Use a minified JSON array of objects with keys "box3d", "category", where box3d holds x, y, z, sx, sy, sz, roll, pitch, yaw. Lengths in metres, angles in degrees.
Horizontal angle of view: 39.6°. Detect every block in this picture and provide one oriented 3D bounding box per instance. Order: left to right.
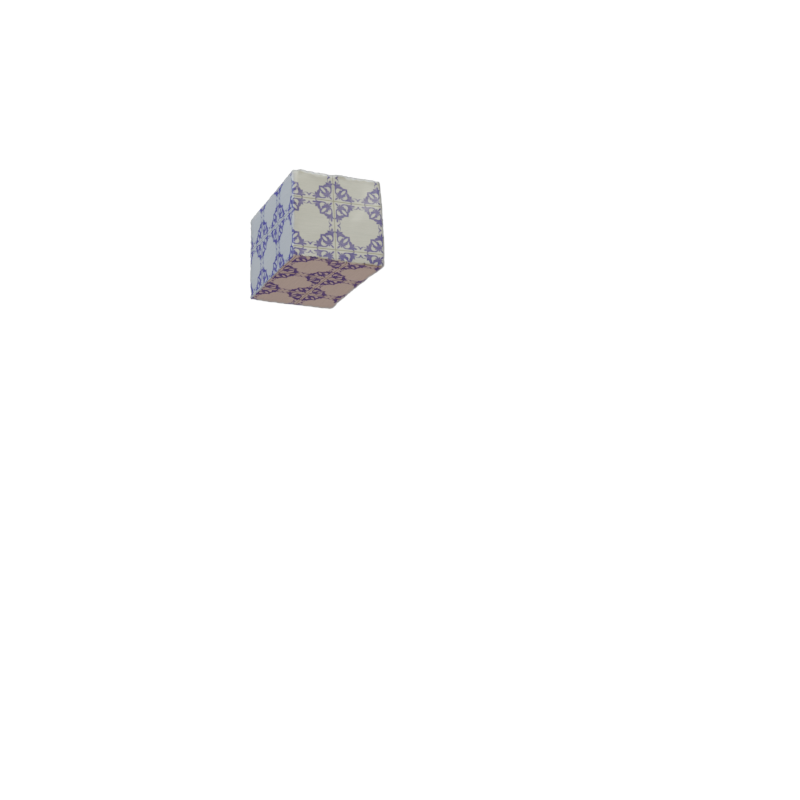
[{"box3d":[-0.048,-0.088,0.617,0.051,0.053,0.077,7,-18,-23],"category":"block"}]
